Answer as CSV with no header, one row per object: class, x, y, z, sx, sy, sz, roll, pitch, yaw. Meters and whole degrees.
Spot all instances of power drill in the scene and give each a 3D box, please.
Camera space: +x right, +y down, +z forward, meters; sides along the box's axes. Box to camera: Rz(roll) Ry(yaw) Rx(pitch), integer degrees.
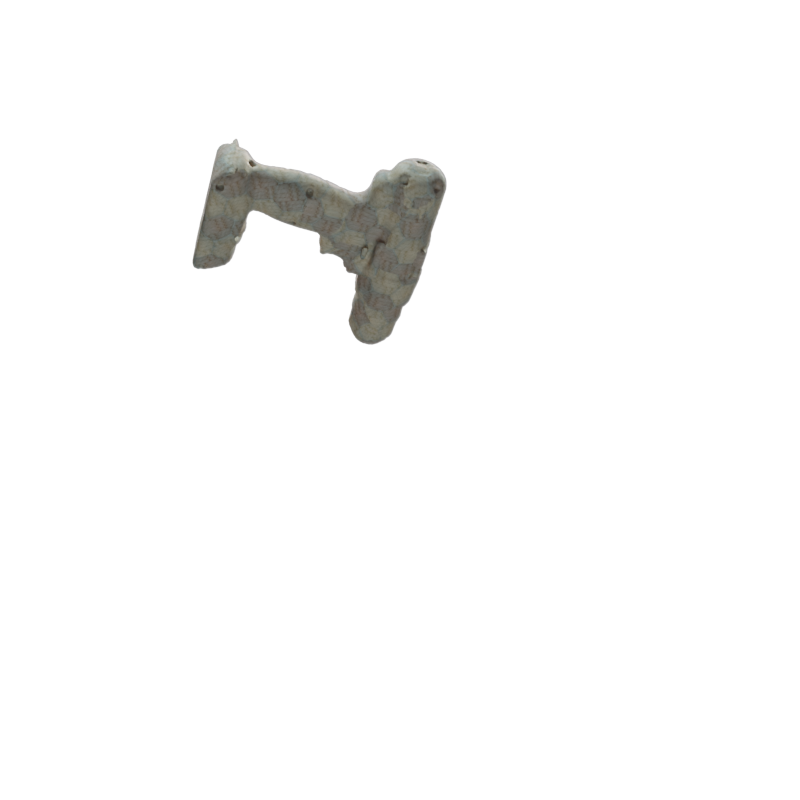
power drill,-0.071,-0.129,0.906,0.185,0.175,0.061,11,39,-9
